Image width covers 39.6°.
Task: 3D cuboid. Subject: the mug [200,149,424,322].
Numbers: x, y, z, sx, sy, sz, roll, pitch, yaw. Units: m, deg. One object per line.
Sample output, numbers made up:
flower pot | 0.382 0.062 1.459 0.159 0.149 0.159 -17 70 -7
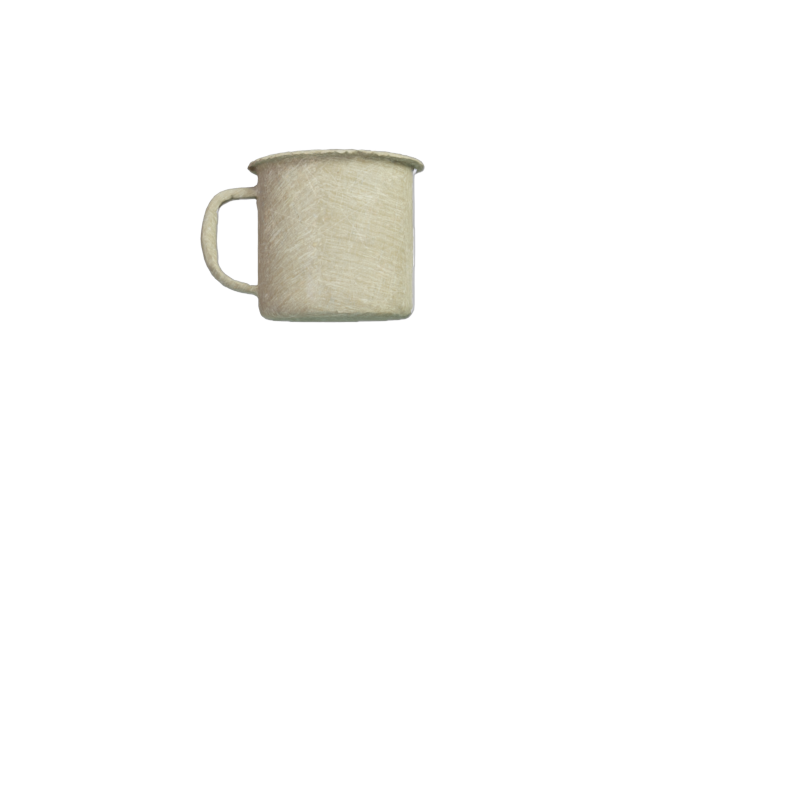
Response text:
mug | -0.045 -0.083 0.578 0.116 0.082 0.093 0 -2 -7
